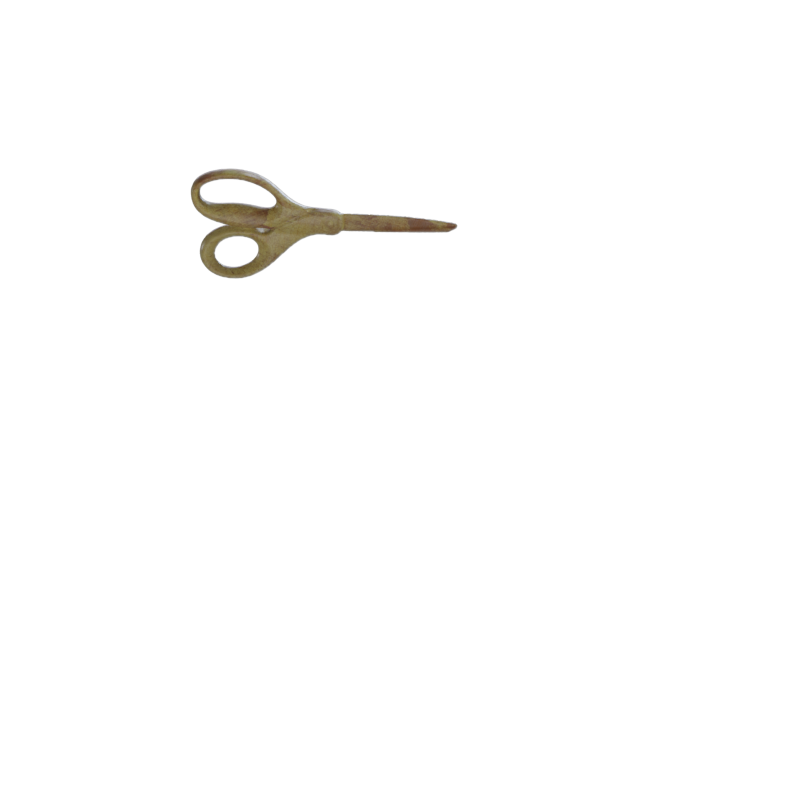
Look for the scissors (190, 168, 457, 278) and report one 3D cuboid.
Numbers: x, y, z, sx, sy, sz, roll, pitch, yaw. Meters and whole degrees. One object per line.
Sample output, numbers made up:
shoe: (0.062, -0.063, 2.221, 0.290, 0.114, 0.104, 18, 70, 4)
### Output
scissors: (-0.067, -0.122, 0.851, 0.199, 0.092, 0.017, 16, 25, -8)
